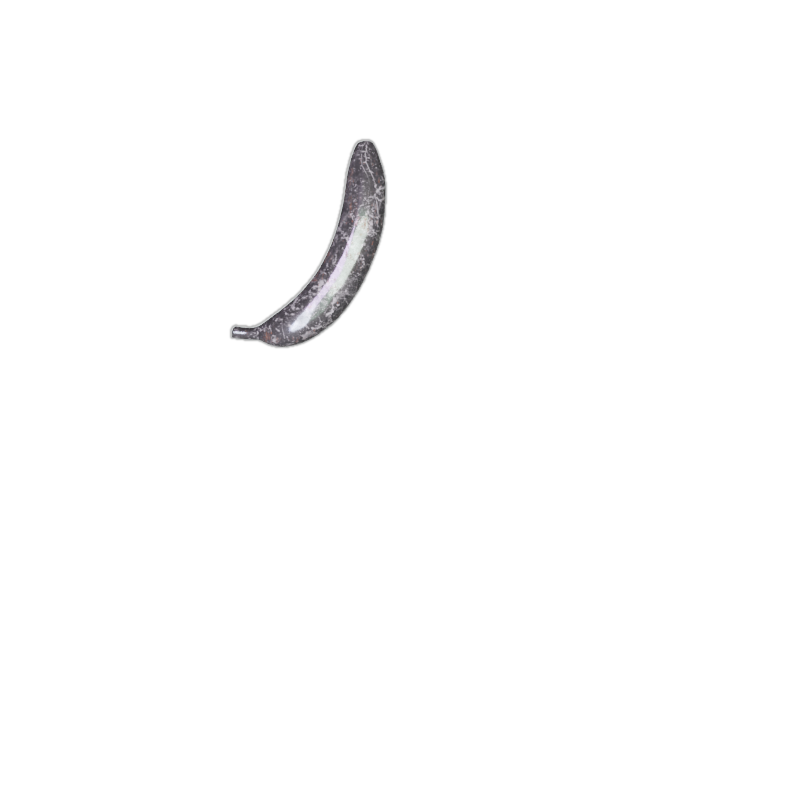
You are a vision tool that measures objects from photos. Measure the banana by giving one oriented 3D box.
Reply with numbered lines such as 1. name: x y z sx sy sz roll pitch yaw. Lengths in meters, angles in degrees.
1. banana: -0.057 -0.115 0.901 0.070 0.198 0.037 34 -2 0
